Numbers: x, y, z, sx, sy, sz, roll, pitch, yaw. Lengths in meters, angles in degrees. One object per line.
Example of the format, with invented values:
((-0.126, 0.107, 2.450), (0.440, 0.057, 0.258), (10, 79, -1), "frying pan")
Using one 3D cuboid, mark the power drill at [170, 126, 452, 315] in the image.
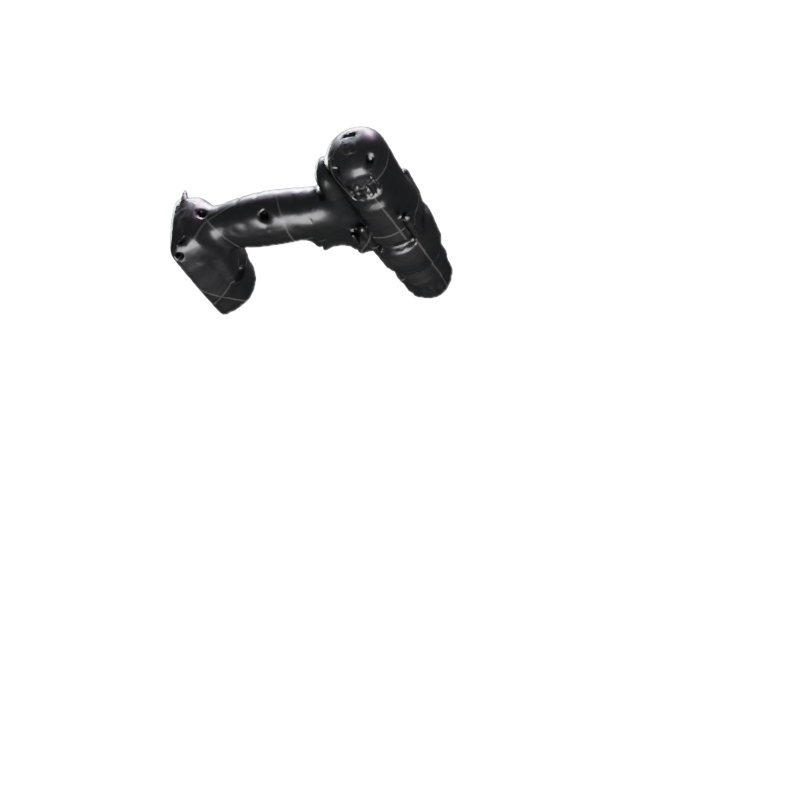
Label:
((-0.067, -0.121, 0.850), (0.190, 0.061, 0.170), (-13, -38, 17), "power drill")
